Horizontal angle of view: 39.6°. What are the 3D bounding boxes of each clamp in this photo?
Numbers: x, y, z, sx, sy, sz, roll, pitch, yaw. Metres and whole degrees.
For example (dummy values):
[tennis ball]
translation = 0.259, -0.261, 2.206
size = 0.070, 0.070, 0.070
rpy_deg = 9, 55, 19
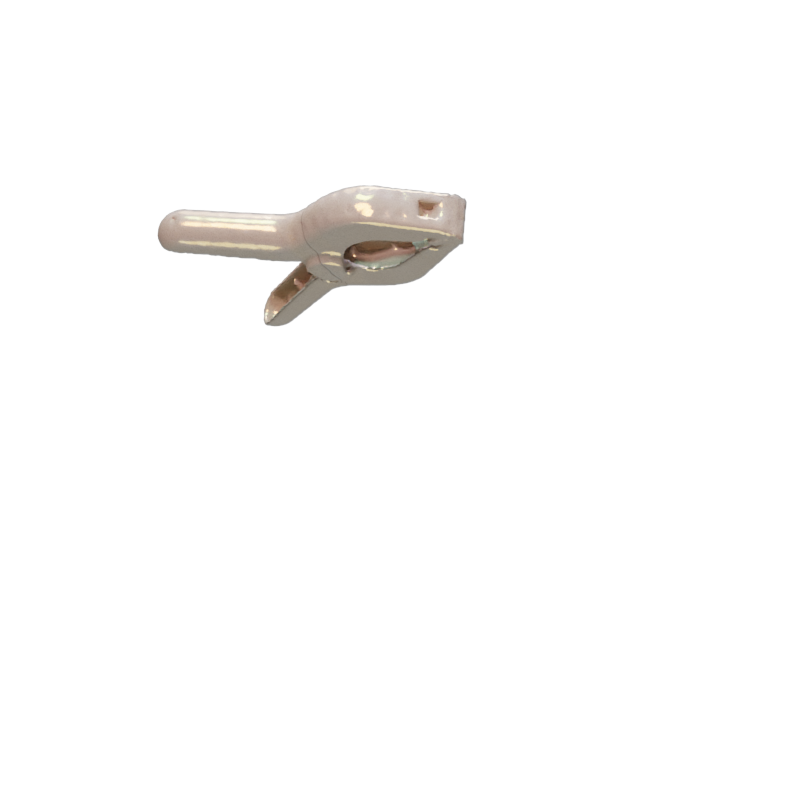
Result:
[clamp]
translation = -0.049, -0.089, 0.623
size = 0.174, 0.041, 0.112
rpy_deg = -16, -26, 36
